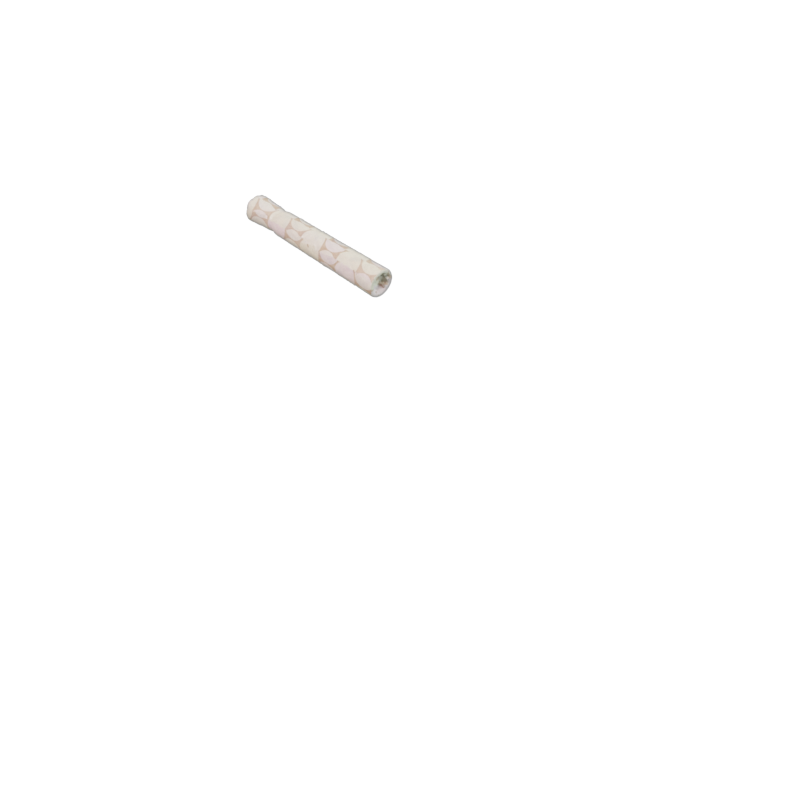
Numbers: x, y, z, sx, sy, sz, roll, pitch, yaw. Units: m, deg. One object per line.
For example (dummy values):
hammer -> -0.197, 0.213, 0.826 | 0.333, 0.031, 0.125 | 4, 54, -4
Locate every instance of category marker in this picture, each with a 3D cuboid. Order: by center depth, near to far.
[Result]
marker -> -0.054, -0.099, 0.691 | 0.019, 0.019, 0.129 | -3, 30, -48
